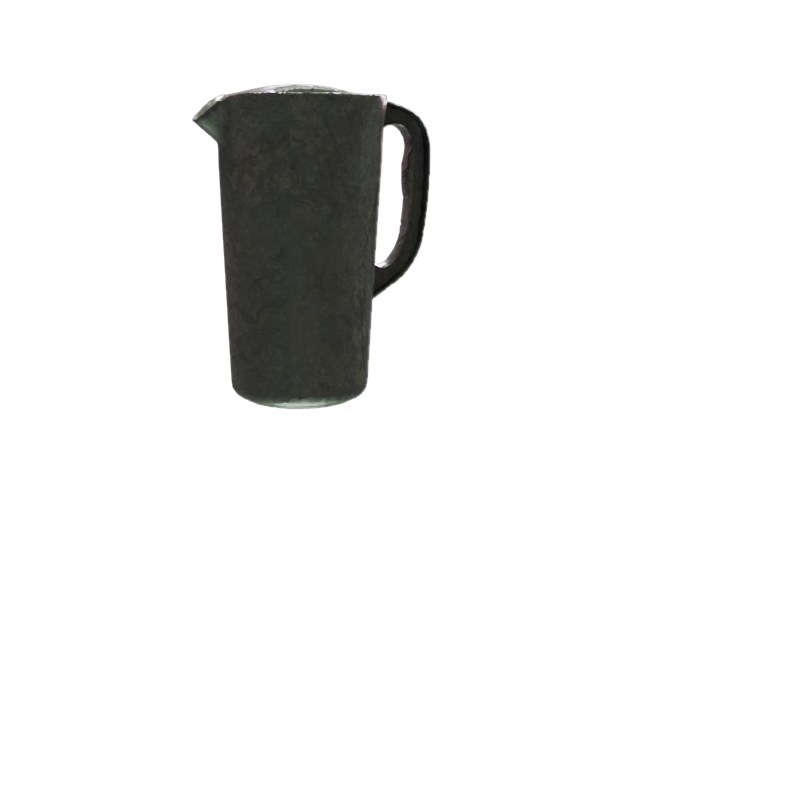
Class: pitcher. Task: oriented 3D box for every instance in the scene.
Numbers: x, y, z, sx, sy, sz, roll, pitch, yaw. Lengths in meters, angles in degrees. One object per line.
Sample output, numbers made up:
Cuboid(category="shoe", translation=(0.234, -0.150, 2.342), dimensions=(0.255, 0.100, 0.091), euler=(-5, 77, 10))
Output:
Cuboid(category="pitcher", translation=(-0.068, -0.124, 0.866), dimensions=(0.154, 0.238, 0.143), euler=(4, 10, 24))
